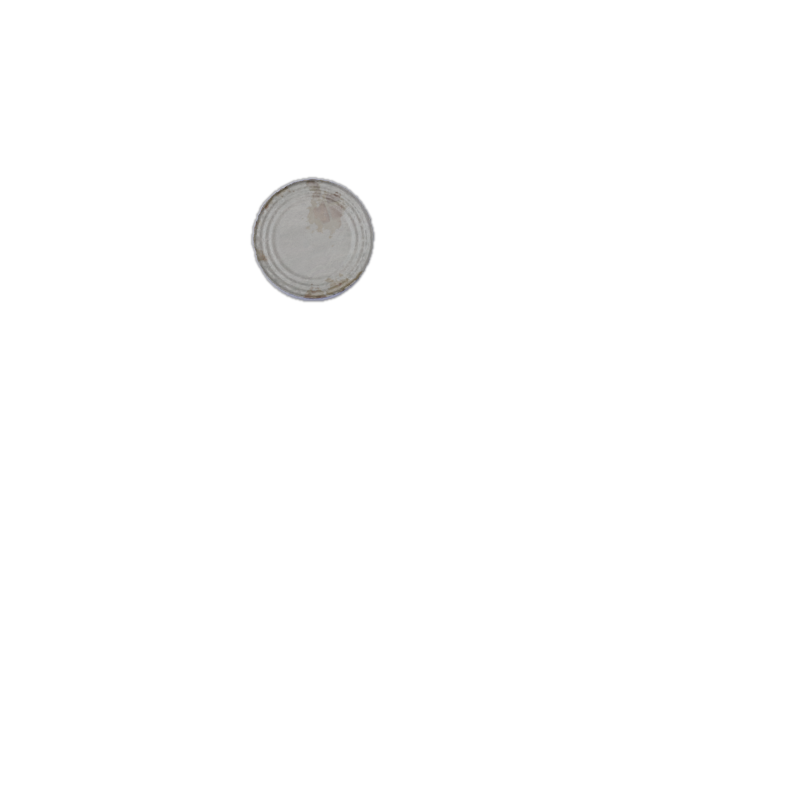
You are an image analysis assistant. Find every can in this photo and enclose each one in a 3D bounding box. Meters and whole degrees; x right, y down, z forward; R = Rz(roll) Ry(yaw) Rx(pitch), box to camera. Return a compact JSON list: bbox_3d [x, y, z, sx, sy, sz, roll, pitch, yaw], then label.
[{"bbox_3d":[-0.062,-0.114,0.797,0.086,0.088,0.033,0,-8,-1],"label":"can"}]
